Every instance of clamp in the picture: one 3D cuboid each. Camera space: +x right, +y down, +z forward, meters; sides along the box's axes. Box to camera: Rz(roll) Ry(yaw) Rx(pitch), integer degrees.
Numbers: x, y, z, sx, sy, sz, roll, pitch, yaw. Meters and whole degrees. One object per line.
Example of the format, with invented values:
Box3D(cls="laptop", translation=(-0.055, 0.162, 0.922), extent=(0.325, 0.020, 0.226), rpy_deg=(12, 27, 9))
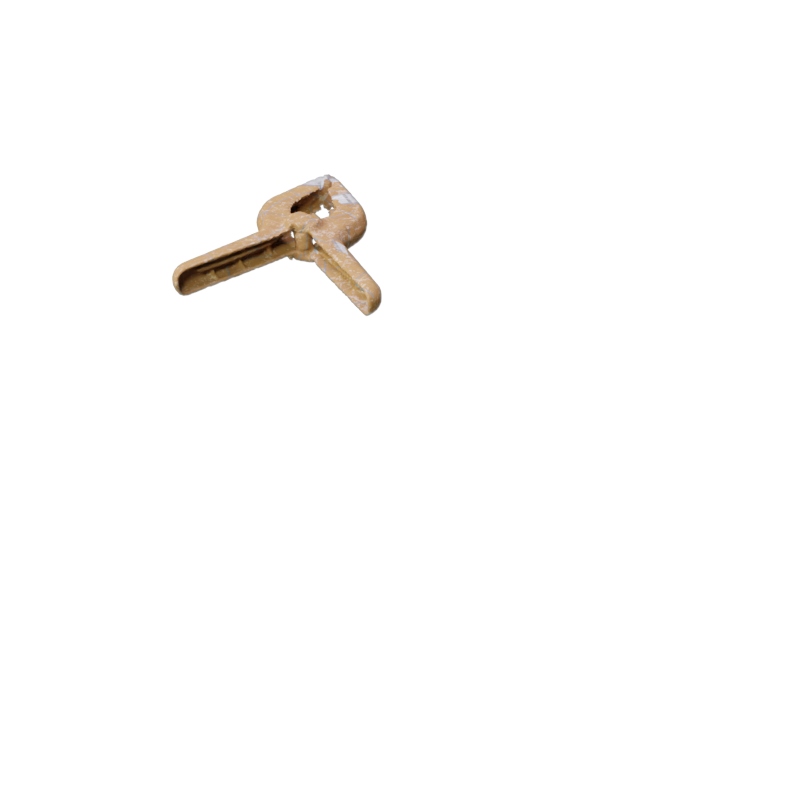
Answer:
Box3D(cls="clamp", translation=(-0.072, -0.131, 0.921), extent=(0.169, 0.034, 0.217), rpy_deg=(10, 35, 15))
